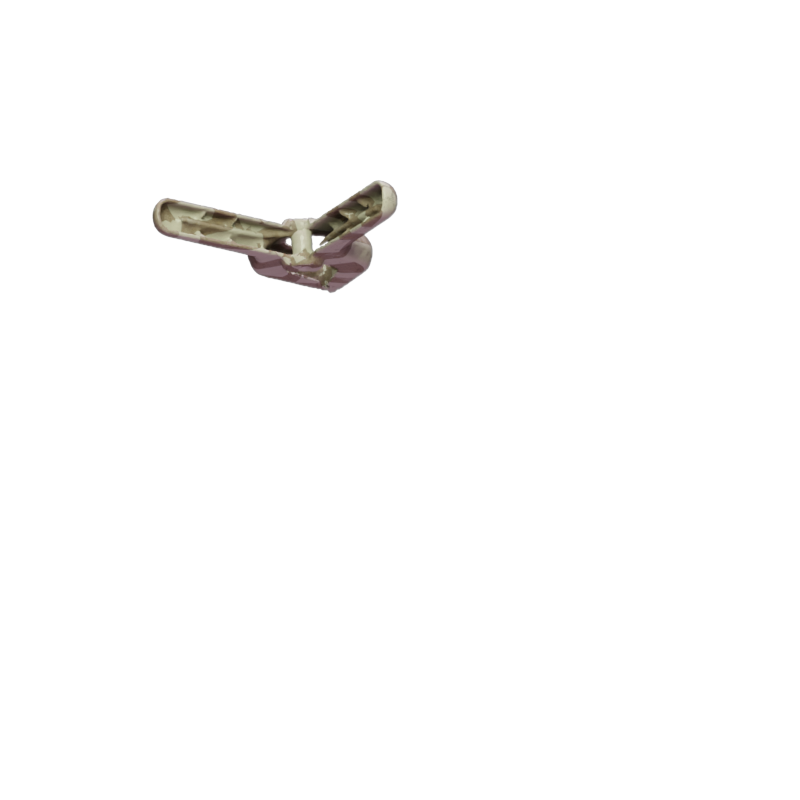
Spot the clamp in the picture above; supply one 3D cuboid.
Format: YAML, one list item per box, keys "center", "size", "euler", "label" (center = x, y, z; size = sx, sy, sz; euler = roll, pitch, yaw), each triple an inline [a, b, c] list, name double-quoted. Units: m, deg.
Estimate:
- center: [-0.063, -0.115, 0.809]
  size: [0.168, 0.037, 0.200]
  euler: [-2, -8, 16]
  label: "clamp"
